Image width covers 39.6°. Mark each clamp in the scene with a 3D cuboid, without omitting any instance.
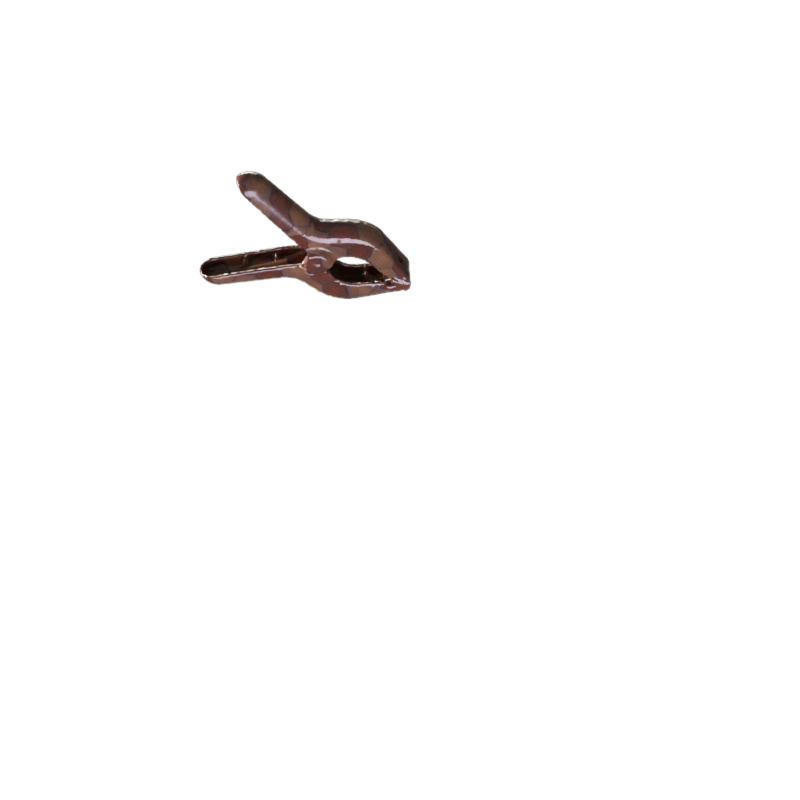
[{"bbox_3d":[-0.069,-0.127,0.887,0.169,0.042,0.114,6,-34,-10],"label":"clamp"}]
